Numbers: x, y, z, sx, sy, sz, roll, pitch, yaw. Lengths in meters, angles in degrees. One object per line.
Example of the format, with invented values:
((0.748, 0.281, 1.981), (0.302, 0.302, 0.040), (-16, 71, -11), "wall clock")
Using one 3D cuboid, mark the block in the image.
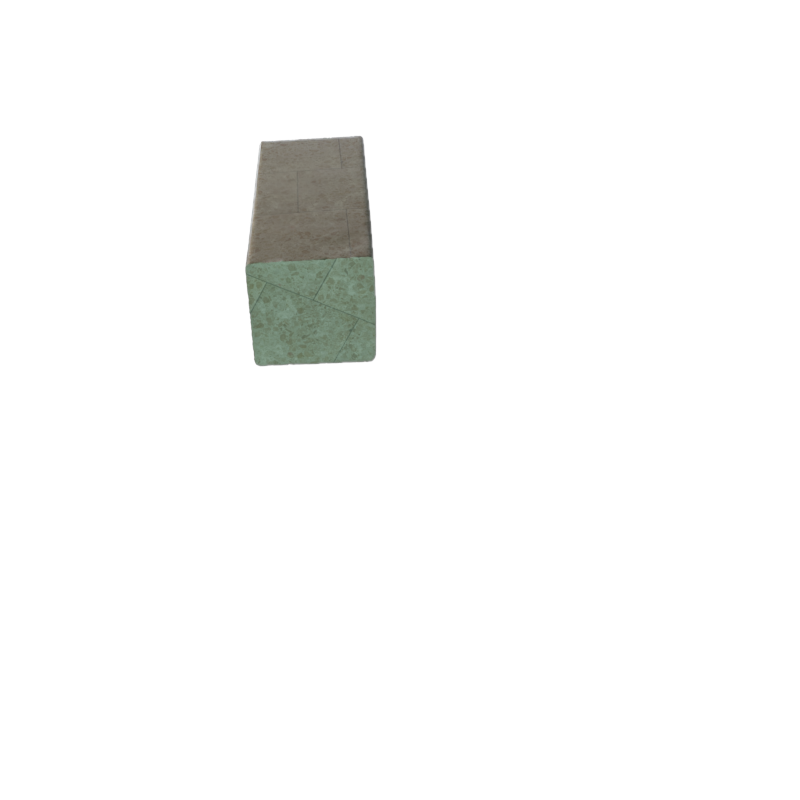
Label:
((-0.068, -0.124, 0.870), (0.091, 0.084, 0.220), (-3, 35, -2), "block")
